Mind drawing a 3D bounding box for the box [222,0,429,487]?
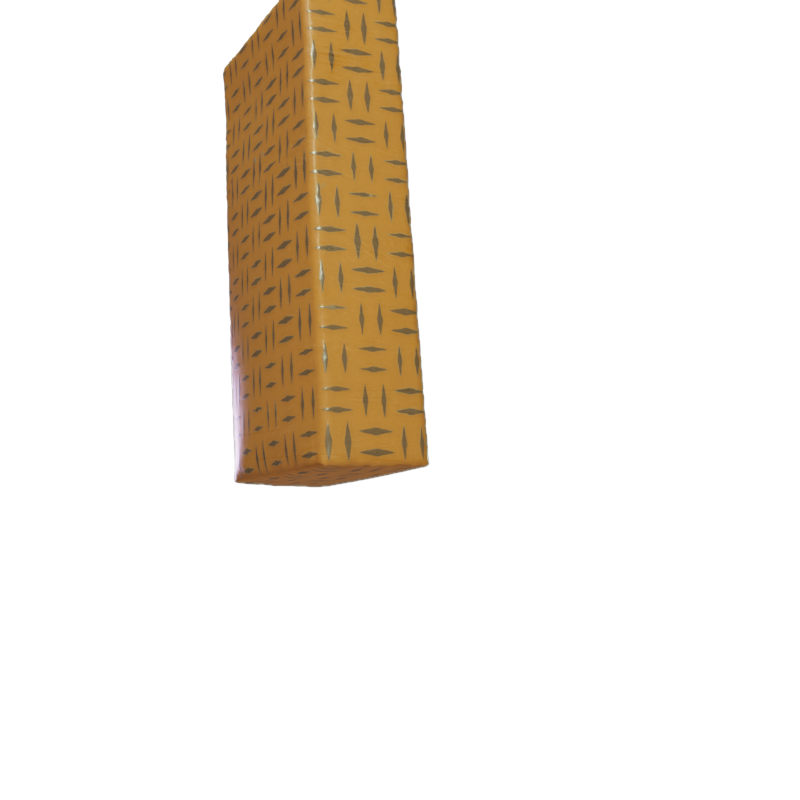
[{"bbox_3d":[-0.032,-0.060,0.418,0.046,0.183,0.093,6,-16,-26],"label":"box"}]
